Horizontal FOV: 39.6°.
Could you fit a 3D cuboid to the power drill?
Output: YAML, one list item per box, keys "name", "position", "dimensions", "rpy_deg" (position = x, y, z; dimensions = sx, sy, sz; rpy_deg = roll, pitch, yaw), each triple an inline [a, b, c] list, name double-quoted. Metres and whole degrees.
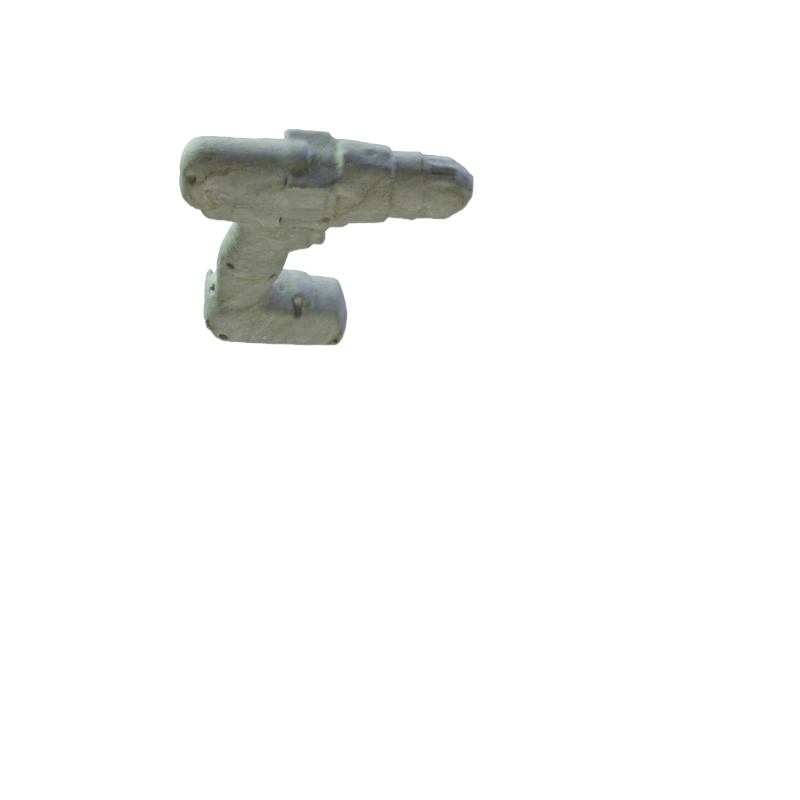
- name: "power drill"
  position: [-0.058, -0.107, 0.747]
  dimensions: [0.182, 0.061, 0.178]
  rpy_deg: [5, -32, -8]
